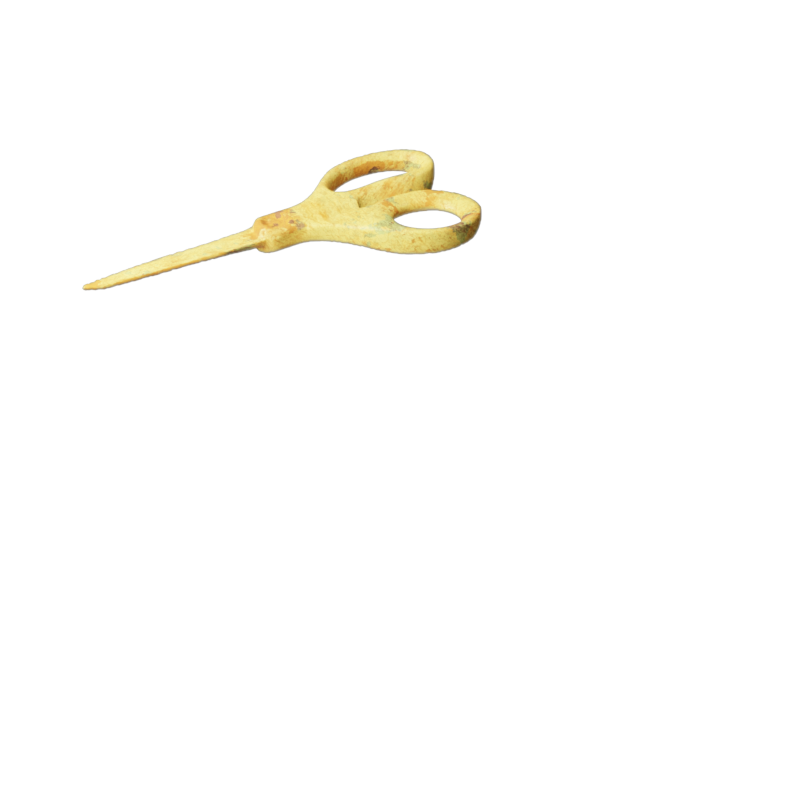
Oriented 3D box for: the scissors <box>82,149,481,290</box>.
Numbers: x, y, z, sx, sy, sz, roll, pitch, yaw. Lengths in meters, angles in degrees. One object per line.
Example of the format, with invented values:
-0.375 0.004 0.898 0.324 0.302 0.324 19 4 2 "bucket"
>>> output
-0.041 -0.076 0.529 0.102 0.015 0.202 27 45 31 "scissors"
